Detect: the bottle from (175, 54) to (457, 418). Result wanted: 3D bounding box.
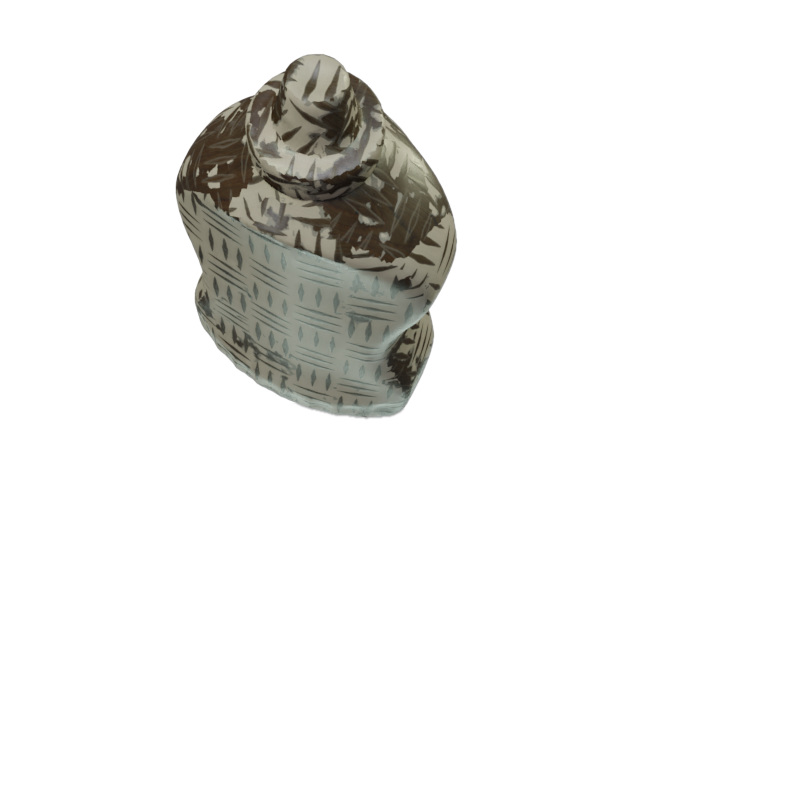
[{"bbox_3d":[-0.030,-0.056,0.386,0.098,0.060,0.182,27,-20,7],"label":"bottle"}]
